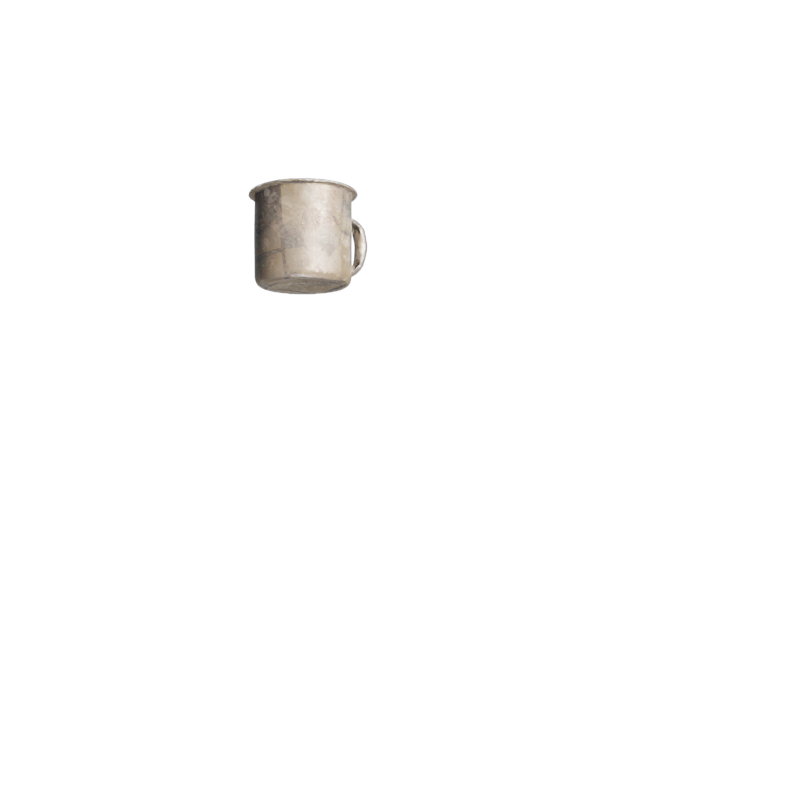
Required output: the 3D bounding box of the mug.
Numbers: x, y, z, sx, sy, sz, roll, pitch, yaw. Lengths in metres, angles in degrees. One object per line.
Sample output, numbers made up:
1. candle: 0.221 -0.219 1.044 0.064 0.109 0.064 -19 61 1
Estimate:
1. mug: -0.074 -0.135 0.947 0.095 0.084 0.111 -9 -12 44
